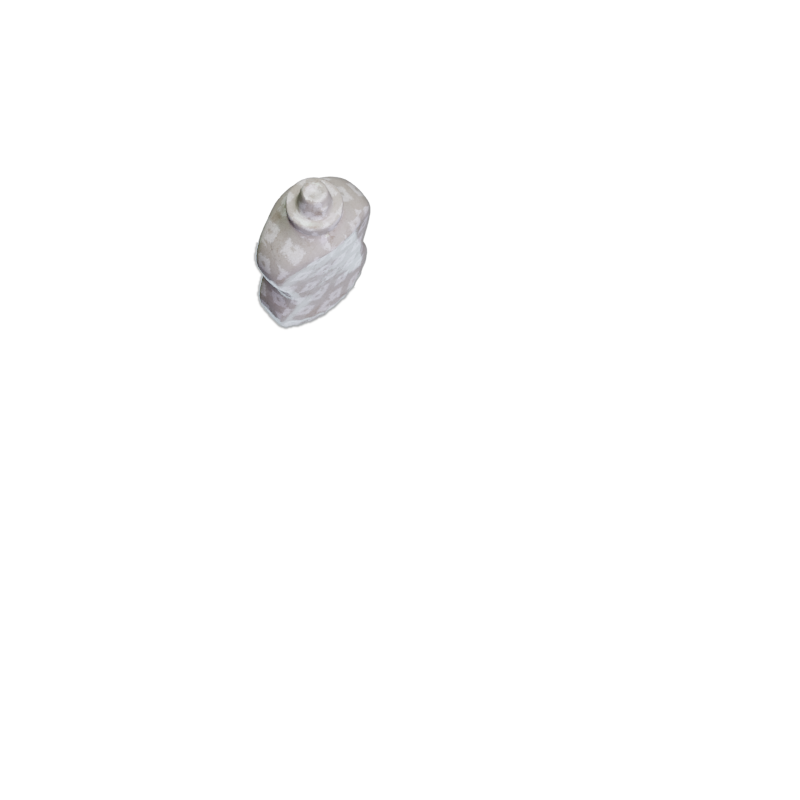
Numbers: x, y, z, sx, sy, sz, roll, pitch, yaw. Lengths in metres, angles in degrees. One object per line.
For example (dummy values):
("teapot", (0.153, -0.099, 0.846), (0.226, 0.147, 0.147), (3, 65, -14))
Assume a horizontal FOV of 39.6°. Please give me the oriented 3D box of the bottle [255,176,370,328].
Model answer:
("bottle", (-0.066, -0.120, 0.845), (0.096, 0.060, 0.184), (-38, -9, -13))
